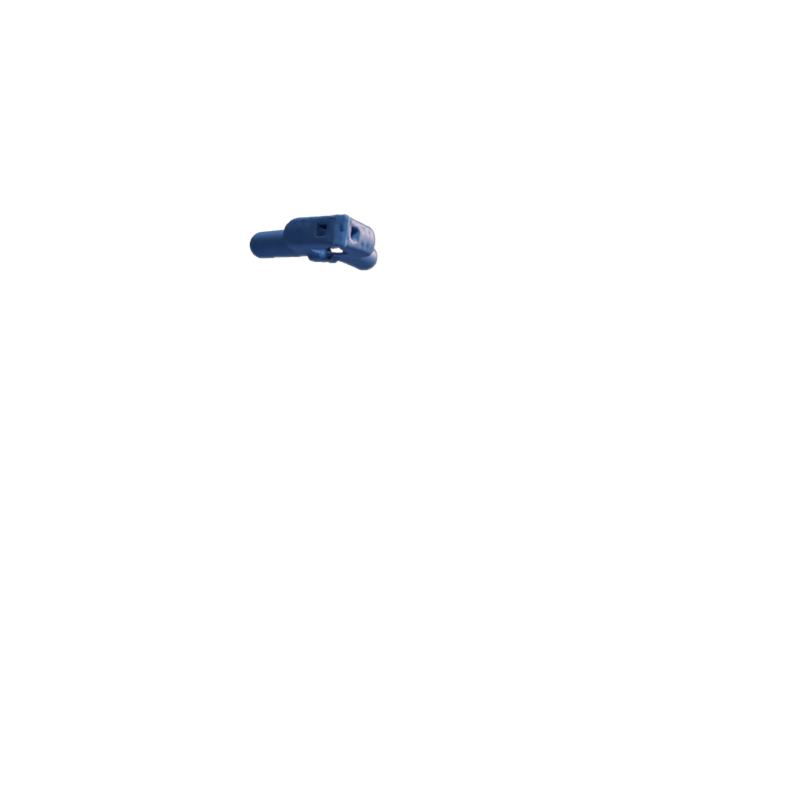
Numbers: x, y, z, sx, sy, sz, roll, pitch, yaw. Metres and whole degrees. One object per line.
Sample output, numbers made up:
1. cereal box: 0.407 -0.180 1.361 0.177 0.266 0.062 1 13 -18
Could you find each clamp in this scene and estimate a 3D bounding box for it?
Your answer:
1. clamp: -0.077 -0.140 0.980 0.120 0.040 0.169 0 -3 -3
